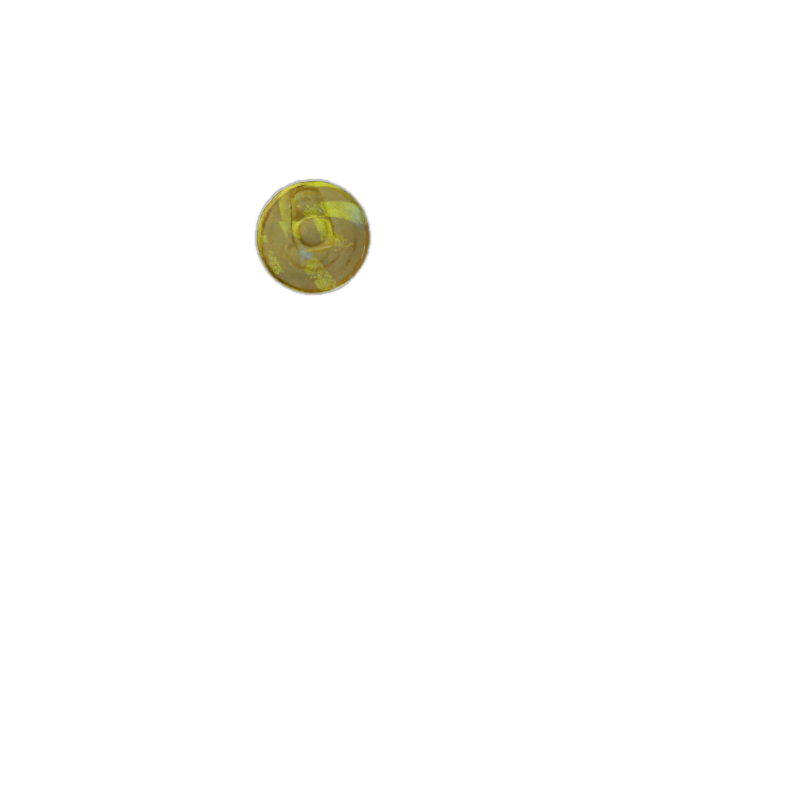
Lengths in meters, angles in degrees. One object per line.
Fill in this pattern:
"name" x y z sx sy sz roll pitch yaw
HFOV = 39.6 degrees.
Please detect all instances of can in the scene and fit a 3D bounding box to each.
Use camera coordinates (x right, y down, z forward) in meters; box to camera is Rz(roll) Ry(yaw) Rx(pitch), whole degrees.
"can" -0.055 -0.101 0.707 0.068 0.069 0.102 0 2 -3
